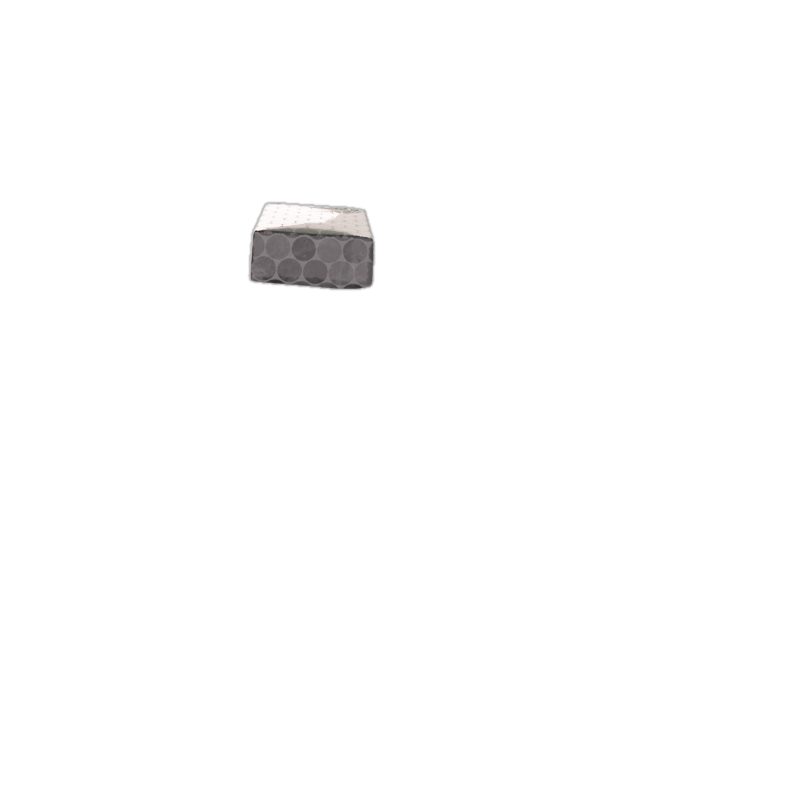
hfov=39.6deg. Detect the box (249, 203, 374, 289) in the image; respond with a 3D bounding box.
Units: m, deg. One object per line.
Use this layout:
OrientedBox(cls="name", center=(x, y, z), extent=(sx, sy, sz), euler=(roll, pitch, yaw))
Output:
OrientedBox(cls="box", center=(-0.071, -0.130, 0.908), extent=(0.093, 0.046, 0.183), euler=(3, 18, -5))
